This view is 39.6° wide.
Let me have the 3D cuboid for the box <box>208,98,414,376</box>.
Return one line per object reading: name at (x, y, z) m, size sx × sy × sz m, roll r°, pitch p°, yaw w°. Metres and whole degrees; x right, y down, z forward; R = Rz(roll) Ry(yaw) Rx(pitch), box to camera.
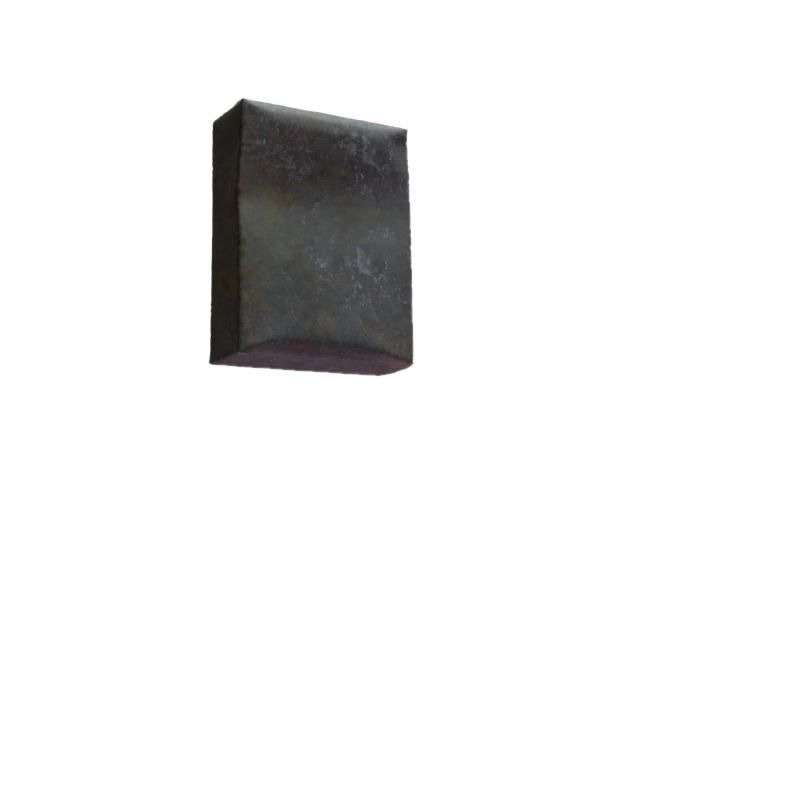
box at (-0.073, -0.133, 0.933) m, size 0.158 × 0.221 × 0.072 m, roll 6°, pitch -15°, yaw -27°
